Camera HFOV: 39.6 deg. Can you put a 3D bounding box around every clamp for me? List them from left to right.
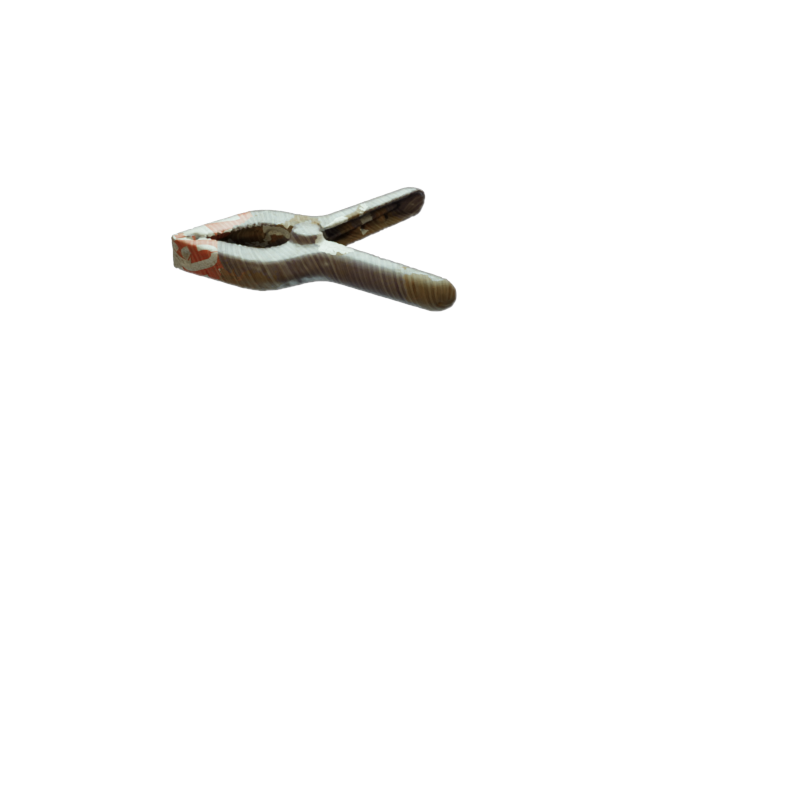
[{"bbox_3d":[-0.066,-0.121,0.846,0.211,0.034,0.175,1,34,2],"label":"clamp"}]
